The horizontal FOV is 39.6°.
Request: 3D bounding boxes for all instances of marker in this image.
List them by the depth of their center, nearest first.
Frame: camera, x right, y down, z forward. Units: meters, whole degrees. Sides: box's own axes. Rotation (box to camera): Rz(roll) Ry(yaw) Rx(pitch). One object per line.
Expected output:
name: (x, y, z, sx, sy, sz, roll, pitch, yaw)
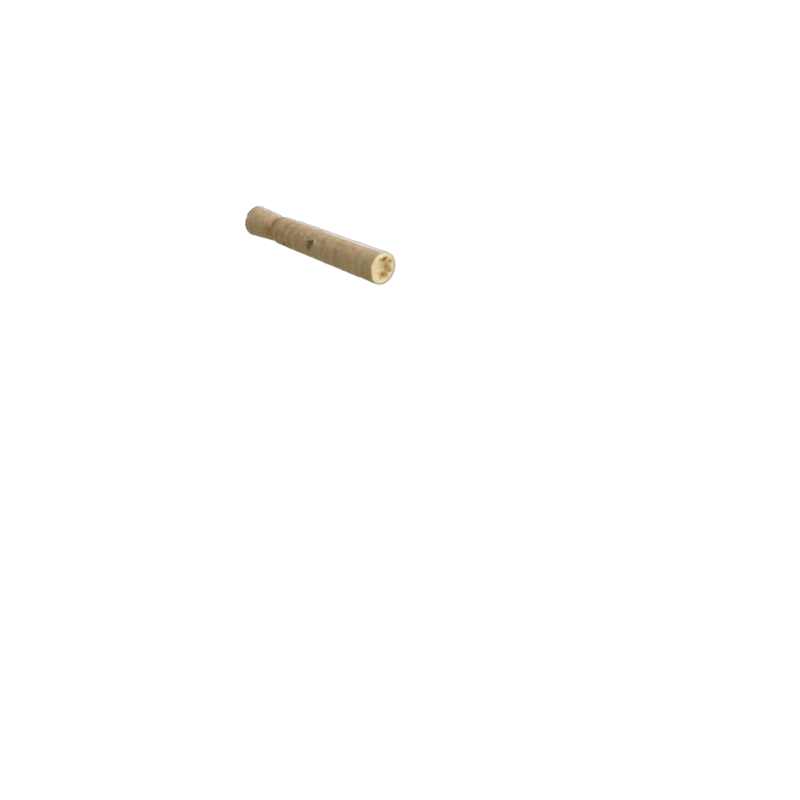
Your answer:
marker: (-0.051, -0.093, 0.650, 0.019, 0.019, 0.129, -3, 21, -43)
